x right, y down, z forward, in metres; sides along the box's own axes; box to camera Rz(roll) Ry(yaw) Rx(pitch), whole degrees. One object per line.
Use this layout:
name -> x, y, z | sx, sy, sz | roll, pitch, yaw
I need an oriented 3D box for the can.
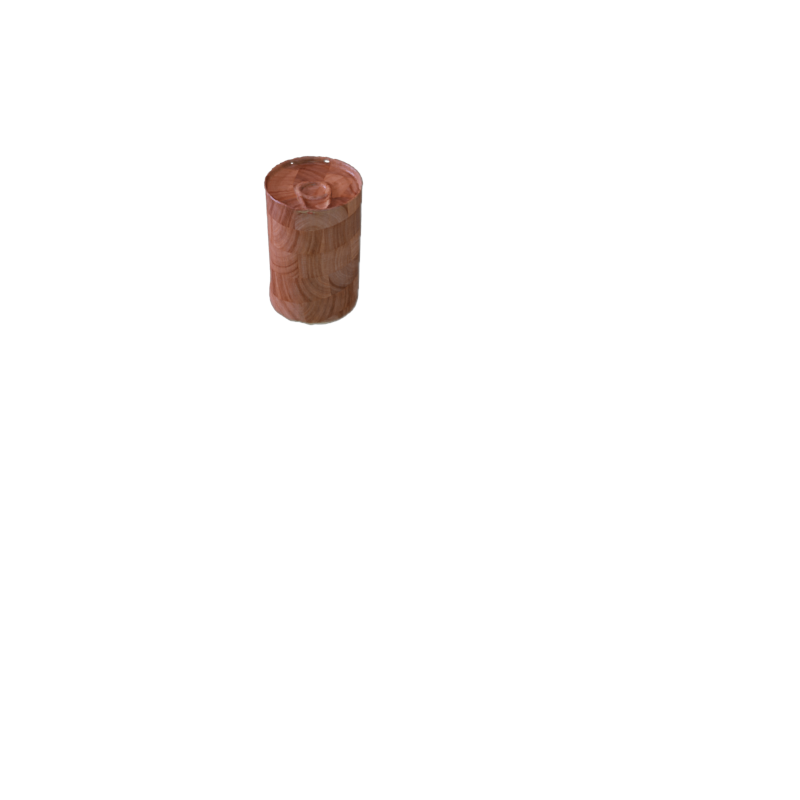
can -> -0.062, -0.112, 0.787 | 0.068, 0.095, 0.073 | 0, 39, -3
